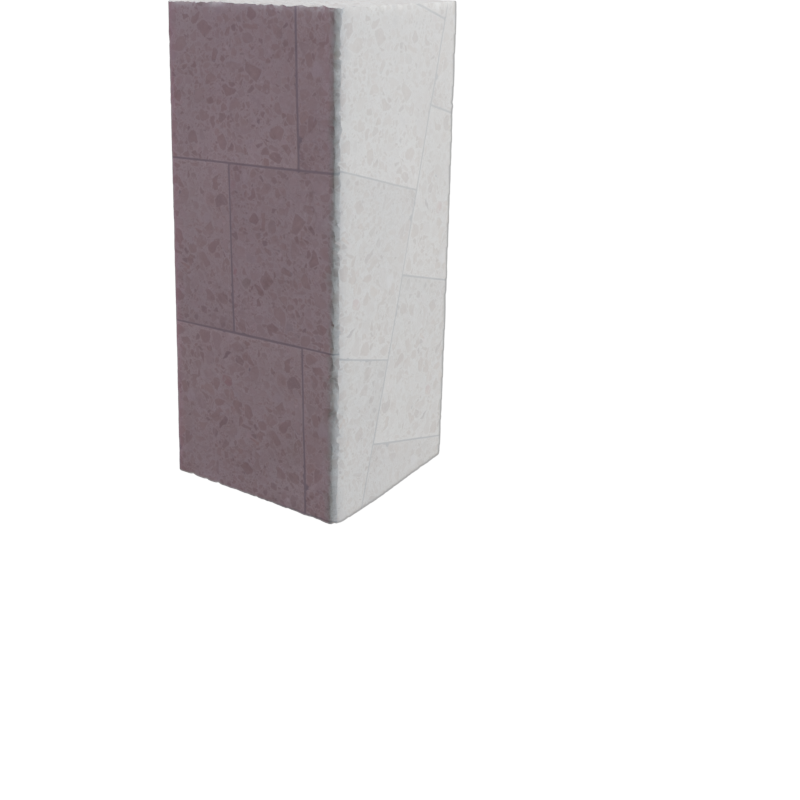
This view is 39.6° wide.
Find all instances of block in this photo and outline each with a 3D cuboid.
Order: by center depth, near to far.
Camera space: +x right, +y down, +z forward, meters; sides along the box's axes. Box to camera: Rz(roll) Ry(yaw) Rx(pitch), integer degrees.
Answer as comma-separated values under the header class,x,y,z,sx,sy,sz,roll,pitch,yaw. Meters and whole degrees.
class,x,y,z,sx,sy,sz,roll,pitch,yaw
block,-0.037,-0.069,0.482,0.095,0.199,0.089,11,19,32
